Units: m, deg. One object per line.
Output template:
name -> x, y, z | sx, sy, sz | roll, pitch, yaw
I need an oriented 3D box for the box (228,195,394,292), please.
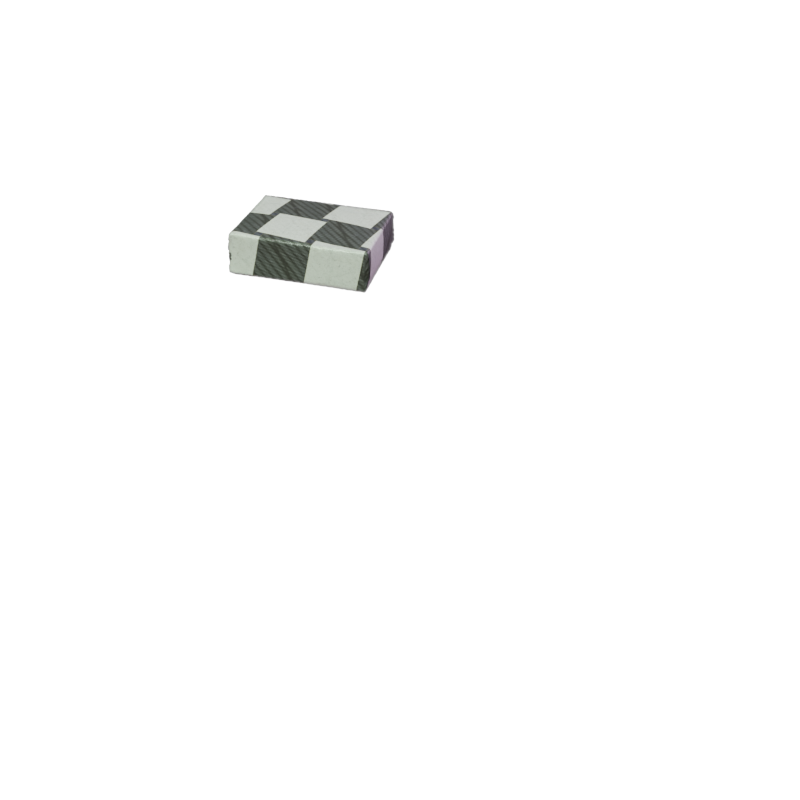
box -> -0.069, -0.125, 0.876 | 0.116, 0.037, 0.093 | 7, 28, 13
